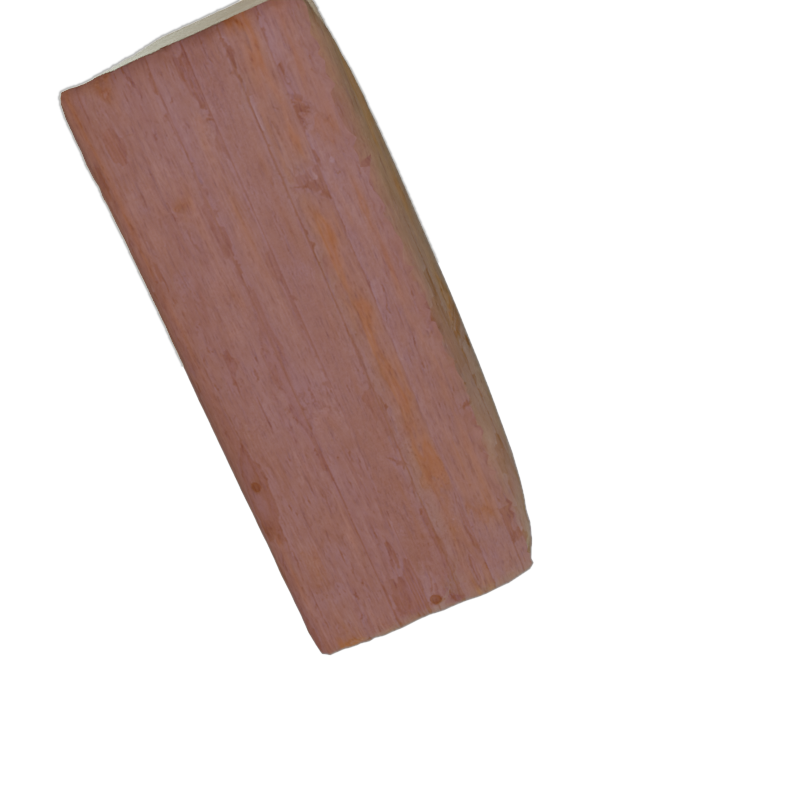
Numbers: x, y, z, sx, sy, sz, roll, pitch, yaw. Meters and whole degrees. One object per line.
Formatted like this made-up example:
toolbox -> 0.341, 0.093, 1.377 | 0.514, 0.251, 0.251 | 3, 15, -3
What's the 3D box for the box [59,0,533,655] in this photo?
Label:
box -> -0.029, -0.053, 0.372 | 0.072, 0.157, 0.223 | -22, 19, 5
